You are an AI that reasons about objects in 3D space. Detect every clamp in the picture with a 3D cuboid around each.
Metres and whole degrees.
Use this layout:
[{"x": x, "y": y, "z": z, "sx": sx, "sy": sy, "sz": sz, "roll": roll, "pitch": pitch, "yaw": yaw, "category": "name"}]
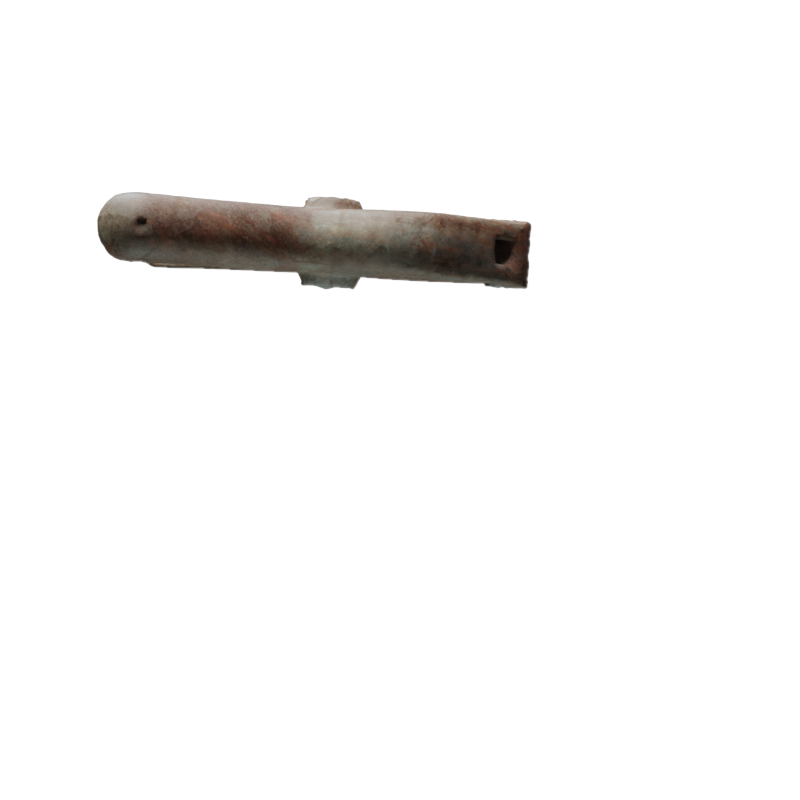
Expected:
[{"x": -0.034, "y": -0.062, "z": 0.435, "sx": 0.173, "sy": 0.039, "sz": 0.121, "roll": 1, "pitch": 10, "yaw": 6, "category": "clamp"}]
